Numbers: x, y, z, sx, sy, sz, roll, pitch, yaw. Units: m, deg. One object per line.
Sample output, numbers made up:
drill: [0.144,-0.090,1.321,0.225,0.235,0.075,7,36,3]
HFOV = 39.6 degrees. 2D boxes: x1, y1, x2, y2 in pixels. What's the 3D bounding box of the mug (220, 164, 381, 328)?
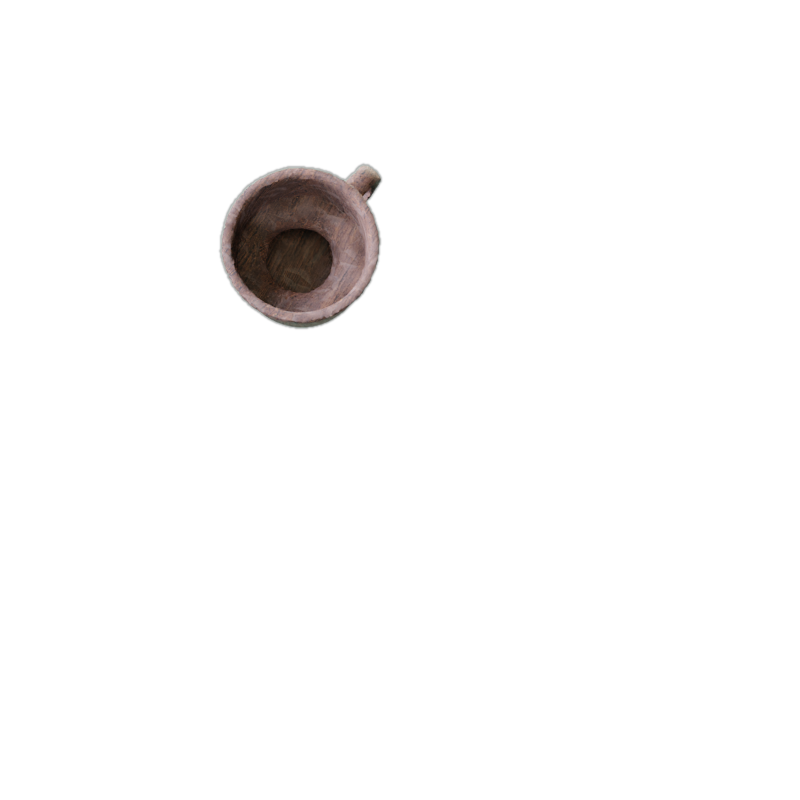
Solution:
mug: [-0.054,-0.098,0.688,0.095,0.118,0.080,38,-8,3]
